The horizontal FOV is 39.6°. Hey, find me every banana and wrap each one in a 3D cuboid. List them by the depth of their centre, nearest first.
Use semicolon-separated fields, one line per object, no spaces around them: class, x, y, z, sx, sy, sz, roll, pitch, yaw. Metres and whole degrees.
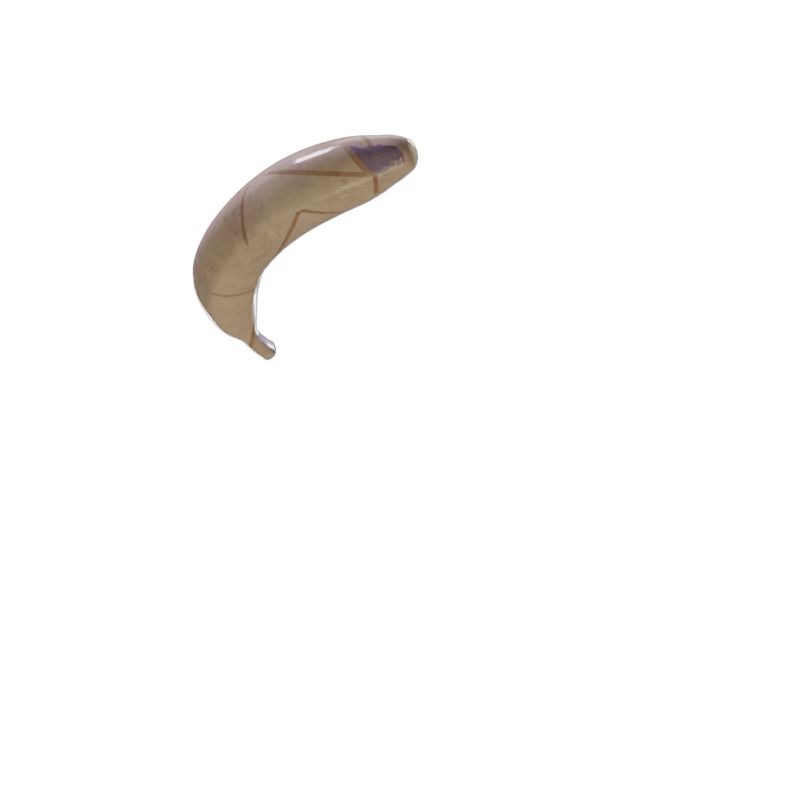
banana;-0.063;-0.084;0.571;0.067;0.039;0.192;13;-31;-23
